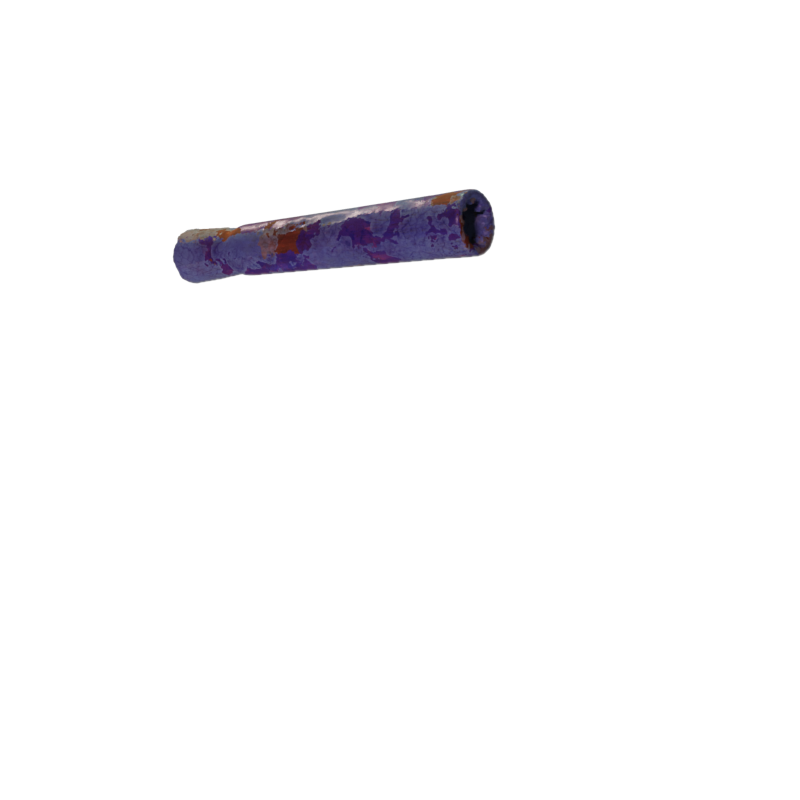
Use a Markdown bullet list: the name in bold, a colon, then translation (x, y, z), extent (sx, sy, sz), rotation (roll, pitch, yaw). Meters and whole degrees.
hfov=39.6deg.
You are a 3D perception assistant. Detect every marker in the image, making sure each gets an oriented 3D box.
- **marker**: translation (-0.027, -0.049, 0.343), extent (0.125, 0.020, 0.019), rotation (0, 3, 40)
